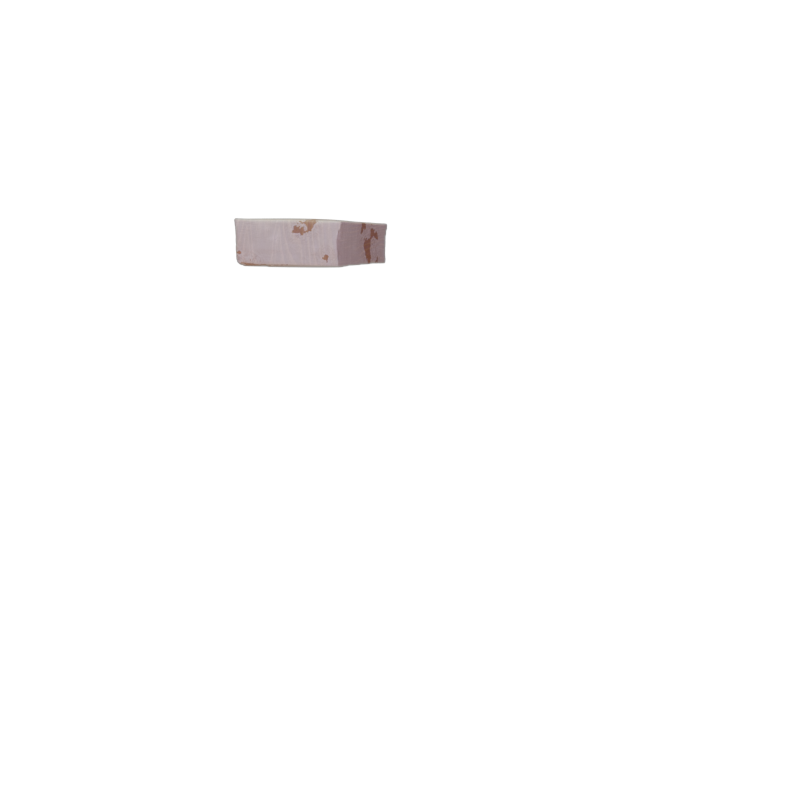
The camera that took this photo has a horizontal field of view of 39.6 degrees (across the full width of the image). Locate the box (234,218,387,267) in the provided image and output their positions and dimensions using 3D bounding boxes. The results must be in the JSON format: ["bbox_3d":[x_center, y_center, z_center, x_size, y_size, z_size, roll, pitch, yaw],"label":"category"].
[{"bbox_3d":[-0.070,-0.127,0.890,0.092,0.038,0.112,3,10,19],"label":"box"}]
